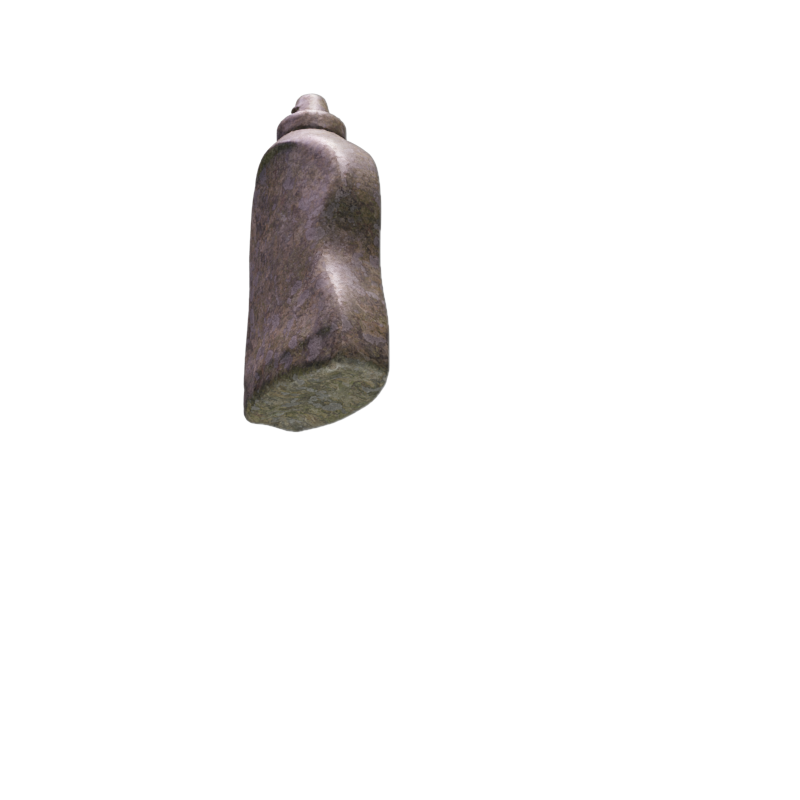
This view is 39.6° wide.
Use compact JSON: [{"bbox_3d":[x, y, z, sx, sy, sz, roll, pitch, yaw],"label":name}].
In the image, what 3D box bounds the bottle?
[{"bbox_3d":[-0.048,-0.087,0.609,0.056,0.204,0.095,16,-32,-30],"label":"bottle"}]
